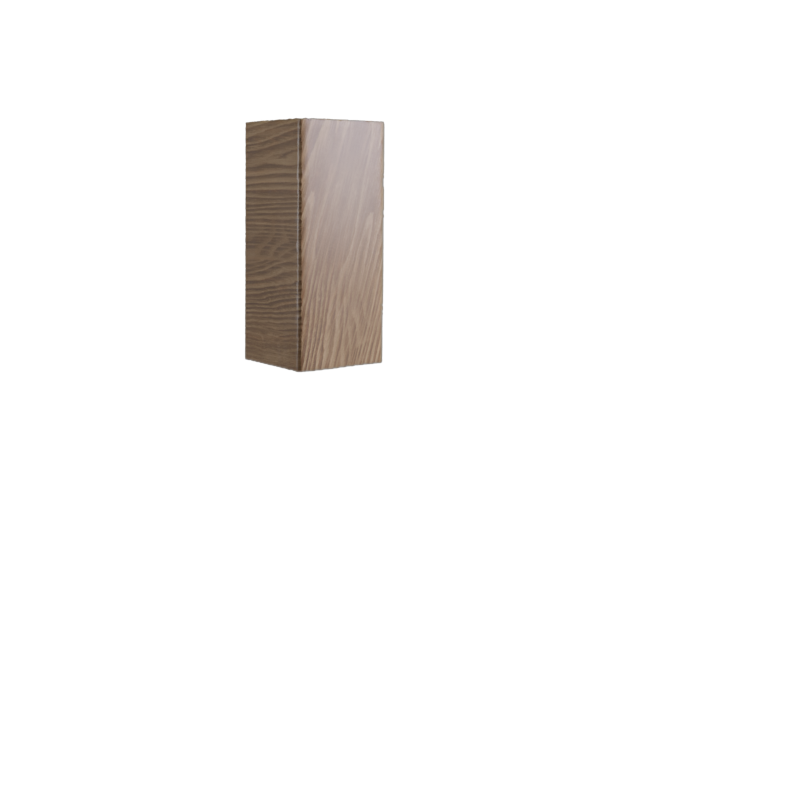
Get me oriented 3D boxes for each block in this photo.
[{"bbox_3d":[-0.074,-0.136,0.951,0.087,0.205,0.095,-3,5,-37],"label":"block"}]
